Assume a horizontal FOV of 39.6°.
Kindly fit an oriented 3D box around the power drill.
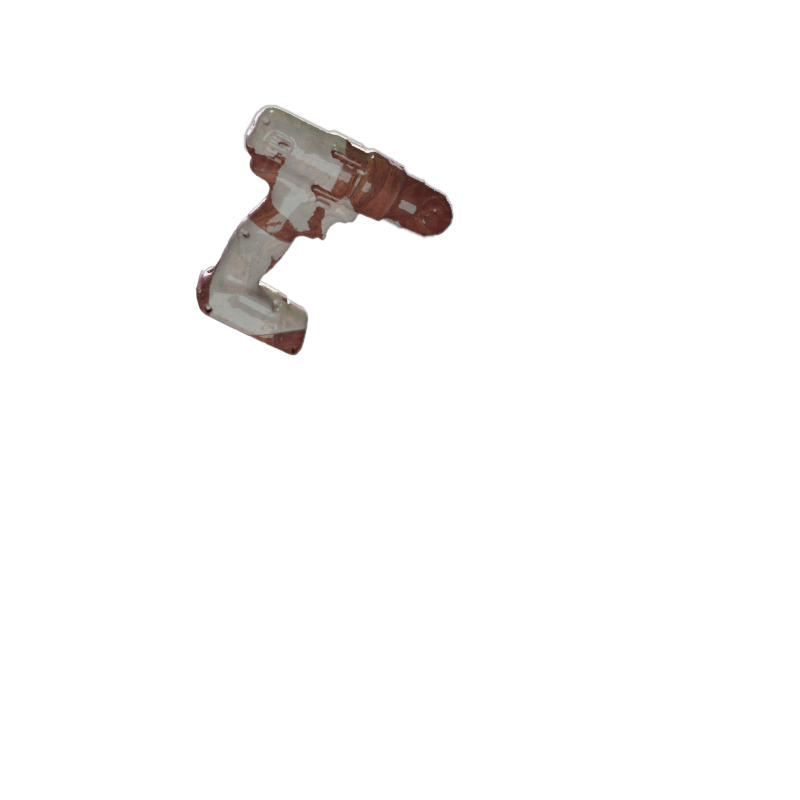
[{"bbox_3d":[-0.072,-0.132,0.925,0.180,0.183,0.060,27,21,-12],"label":"power drill"}]
